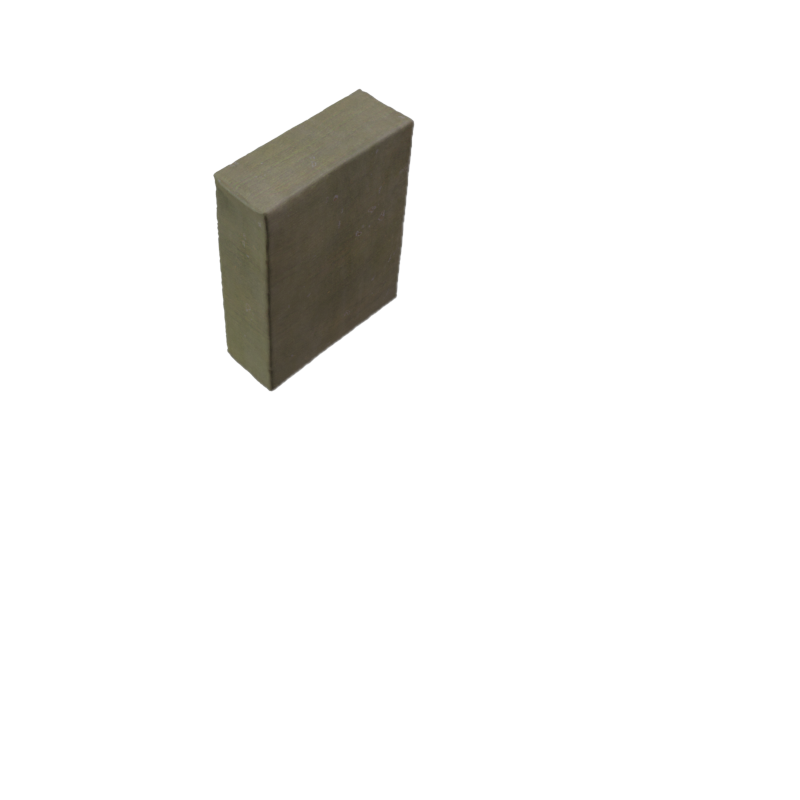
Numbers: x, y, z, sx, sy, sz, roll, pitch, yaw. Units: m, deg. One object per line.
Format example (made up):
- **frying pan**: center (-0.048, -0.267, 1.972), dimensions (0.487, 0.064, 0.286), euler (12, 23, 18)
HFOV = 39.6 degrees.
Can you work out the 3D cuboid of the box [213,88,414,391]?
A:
- **box**: center (-0.073, -0.134, 0.938), dimensions (0.076, 0.199, 0.165), euler (36, 56, 25)
